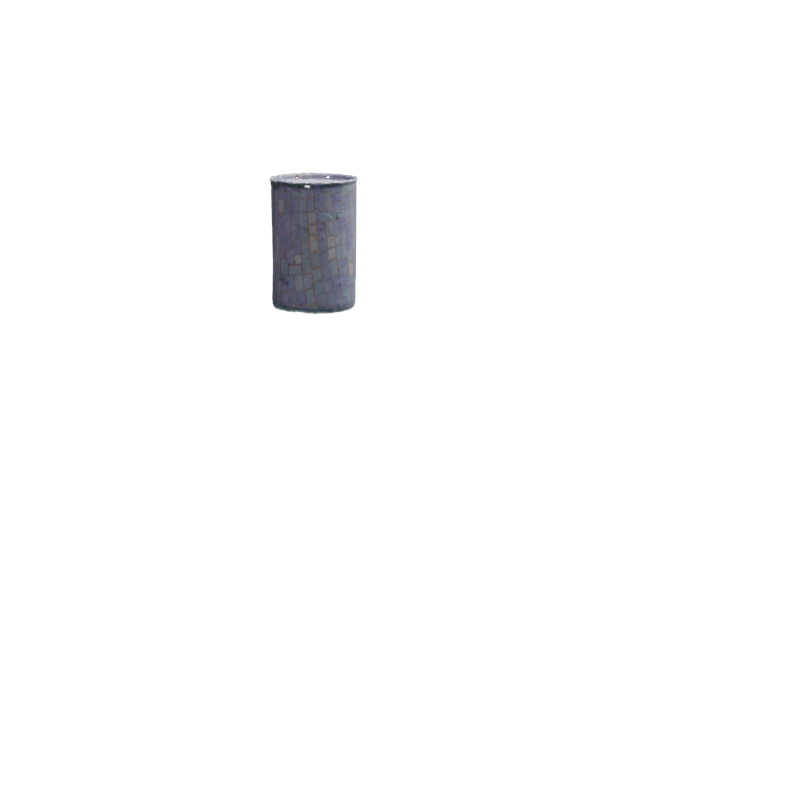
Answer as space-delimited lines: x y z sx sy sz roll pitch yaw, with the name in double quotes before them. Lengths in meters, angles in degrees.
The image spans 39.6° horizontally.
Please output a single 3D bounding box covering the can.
"can" -0.068 -0.124 0.869 0.068 0.100 0.070 0 12 -2
